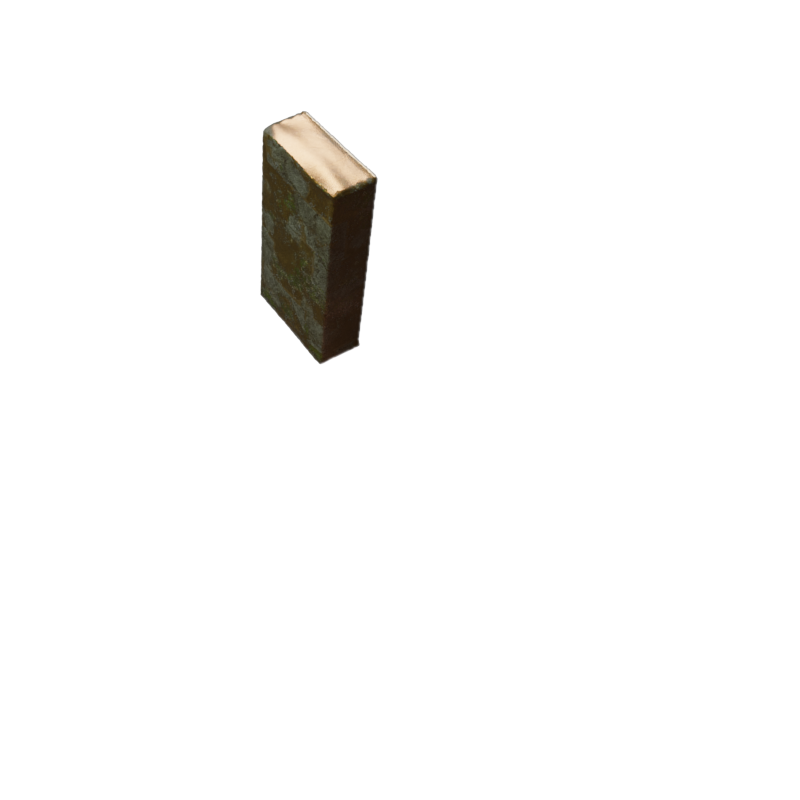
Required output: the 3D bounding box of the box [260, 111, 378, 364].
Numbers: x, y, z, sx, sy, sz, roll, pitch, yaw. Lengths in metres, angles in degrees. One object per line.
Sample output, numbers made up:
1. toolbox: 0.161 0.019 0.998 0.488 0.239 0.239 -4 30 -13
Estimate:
1. box: -0.066 -0.119 0.835 0.048 0.164 0.100 -26 55 -24
